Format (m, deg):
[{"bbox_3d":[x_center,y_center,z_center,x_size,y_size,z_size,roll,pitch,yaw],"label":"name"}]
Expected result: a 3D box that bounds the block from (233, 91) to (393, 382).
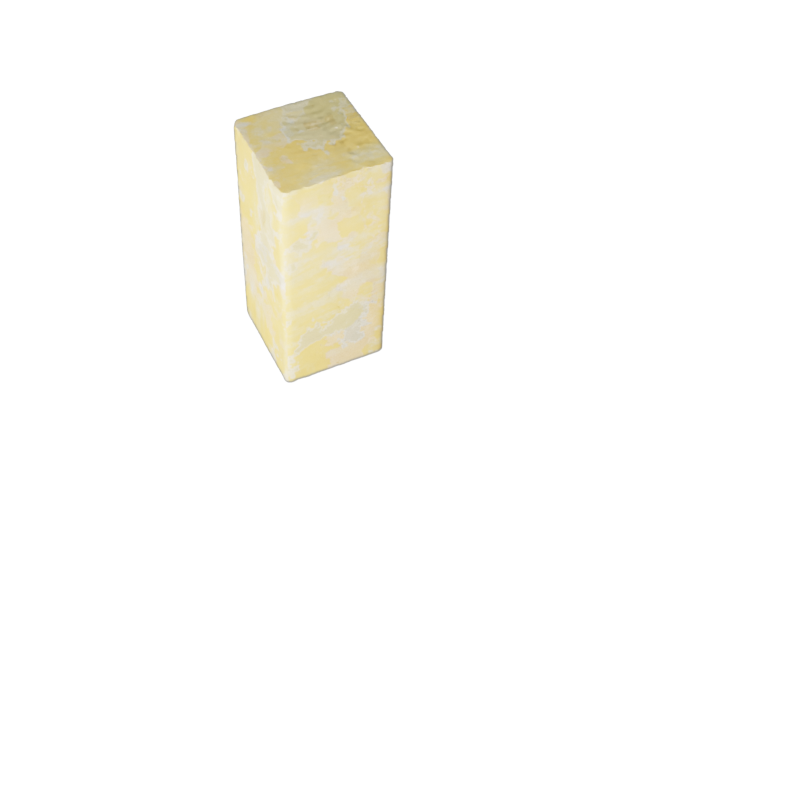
[{"bbox_3d":[-0.068,-0.122,0.857,0.089,0.098,0.192,-19,-37,-19],"label":"block"}]
